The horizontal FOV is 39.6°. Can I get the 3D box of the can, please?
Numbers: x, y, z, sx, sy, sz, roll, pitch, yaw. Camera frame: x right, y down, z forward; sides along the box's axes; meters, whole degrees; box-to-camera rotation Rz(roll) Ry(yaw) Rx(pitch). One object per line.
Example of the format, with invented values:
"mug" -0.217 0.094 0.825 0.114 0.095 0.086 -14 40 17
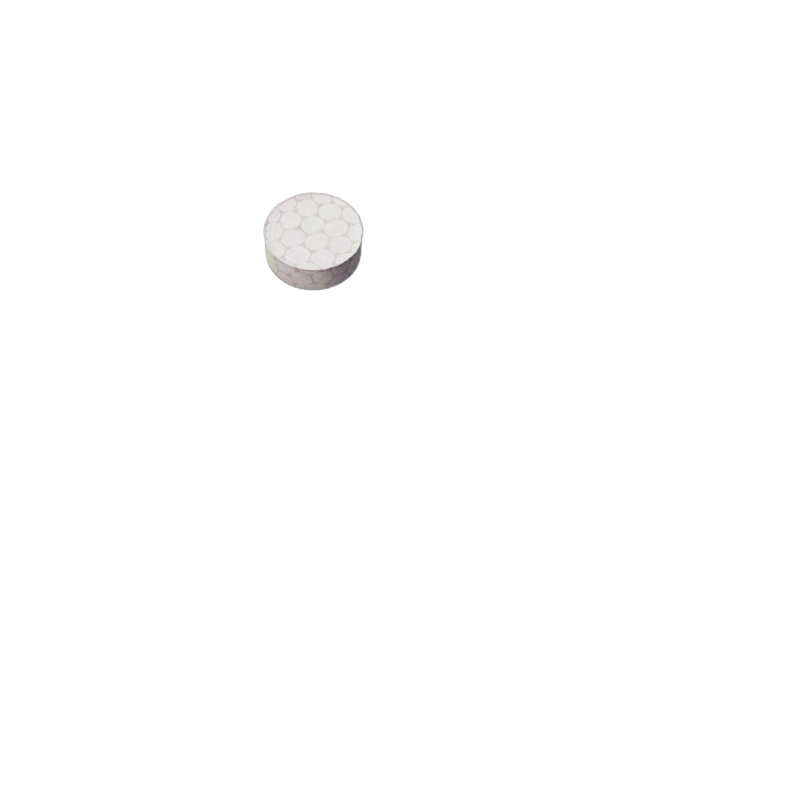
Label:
"can" -0.075 -0.137 0.962 0.086 0.092 0.031 -1 -36 -1
